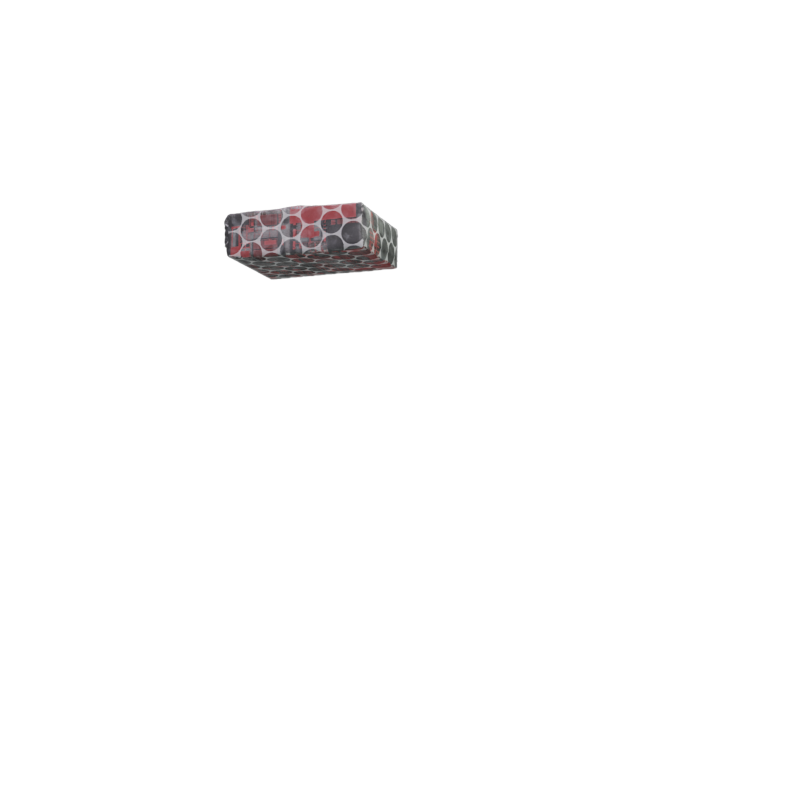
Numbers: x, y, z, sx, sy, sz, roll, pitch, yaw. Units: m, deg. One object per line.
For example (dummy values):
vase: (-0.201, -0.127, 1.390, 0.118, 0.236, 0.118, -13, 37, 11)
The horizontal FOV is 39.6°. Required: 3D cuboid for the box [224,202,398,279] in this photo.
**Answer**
box: (-0.054, -0.097, 0.682, 0.091, 0.031, 0.070, -2, -6, 18)
